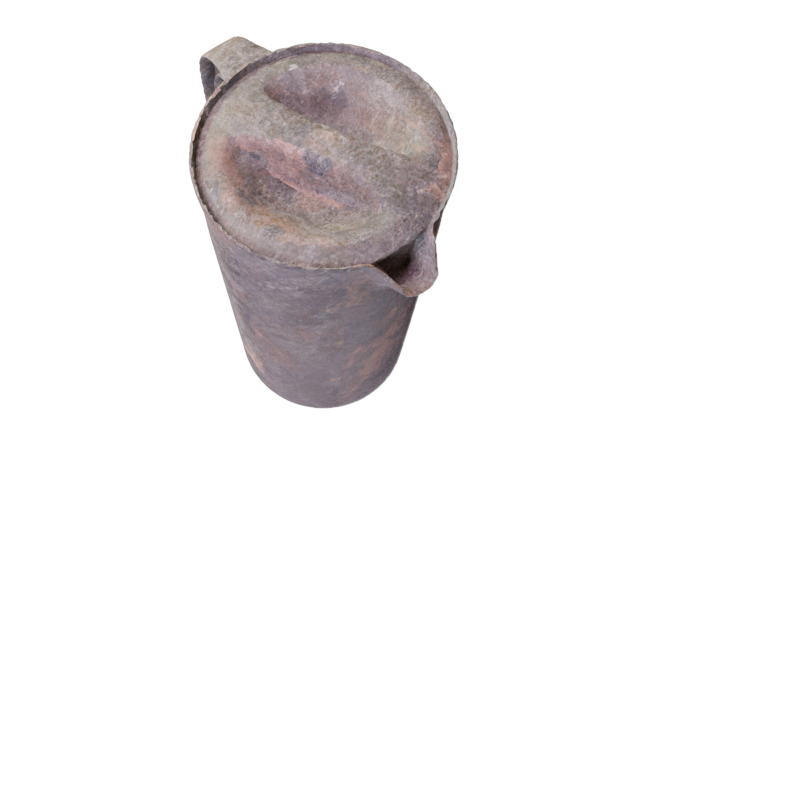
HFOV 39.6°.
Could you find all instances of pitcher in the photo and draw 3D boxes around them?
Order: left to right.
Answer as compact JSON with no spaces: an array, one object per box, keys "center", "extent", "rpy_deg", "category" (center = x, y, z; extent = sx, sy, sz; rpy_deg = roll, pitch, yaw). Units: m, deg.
[{"center":[-0.051,-0.093,0.649],"extent":[0.145,0.157,0.230],"rpy_deg":[8,-23,0],"category":"pitcher"}]
